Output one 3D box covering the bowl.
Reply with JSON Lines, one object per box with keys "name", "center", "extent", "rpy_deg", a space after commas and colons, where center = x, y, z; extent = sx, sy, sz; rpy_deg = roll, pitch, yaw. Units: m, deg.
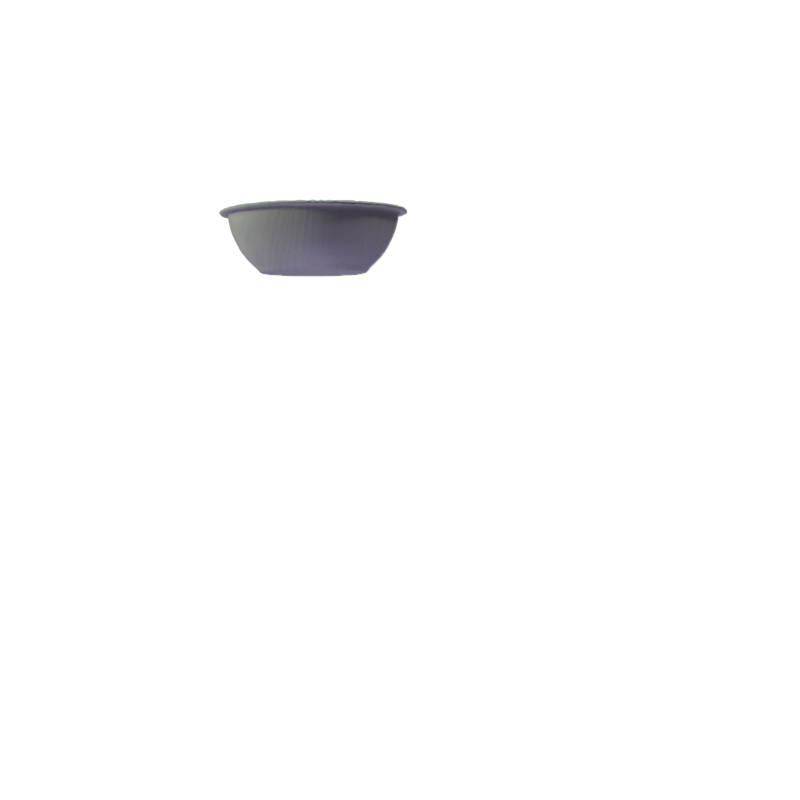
{"name": "bowl", "center": [-0.075, -0.136, 0.952], "extent": [0.162, 0.055, 0.162], "rpy_deg": [0, 2, -2]}
